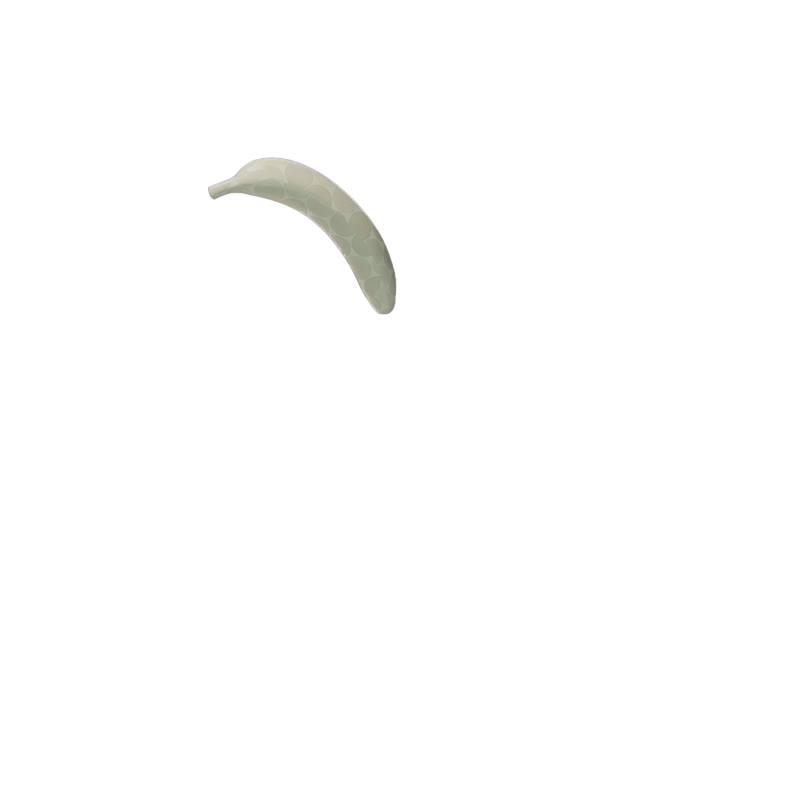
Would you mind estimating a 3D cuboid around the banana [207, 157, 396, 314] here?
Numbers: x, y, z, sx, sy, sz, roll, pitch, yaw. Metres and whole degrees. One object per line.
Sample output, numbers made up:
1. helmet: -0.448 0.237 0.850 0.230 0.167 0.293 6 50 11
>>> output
1. banana: -0.065 -0.148 0.936 0.189 0.068 0.039 35 25 -19
